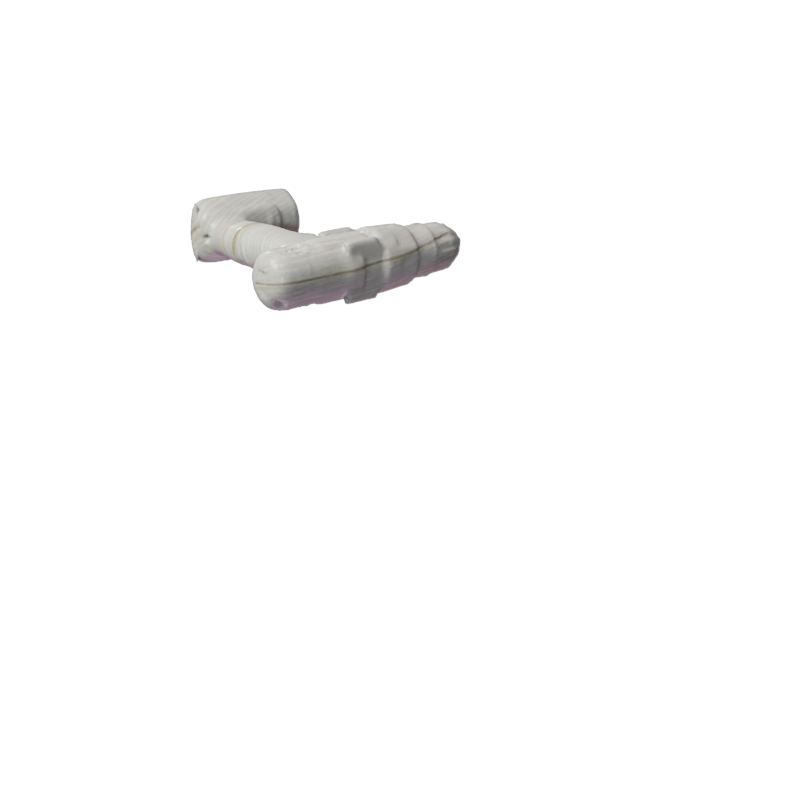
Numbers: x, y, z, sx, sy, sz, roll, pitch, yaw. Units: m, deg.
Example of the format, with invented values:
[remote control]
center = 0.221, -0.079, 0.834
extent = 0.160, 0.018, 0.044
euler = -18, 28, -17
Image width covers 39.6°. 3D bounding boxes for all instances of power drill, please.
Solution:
[power drill]
center = -0.071, -0.129, 0.903
extent = 0.180, 0.055, 0.199
euler = -14, 25, -34
